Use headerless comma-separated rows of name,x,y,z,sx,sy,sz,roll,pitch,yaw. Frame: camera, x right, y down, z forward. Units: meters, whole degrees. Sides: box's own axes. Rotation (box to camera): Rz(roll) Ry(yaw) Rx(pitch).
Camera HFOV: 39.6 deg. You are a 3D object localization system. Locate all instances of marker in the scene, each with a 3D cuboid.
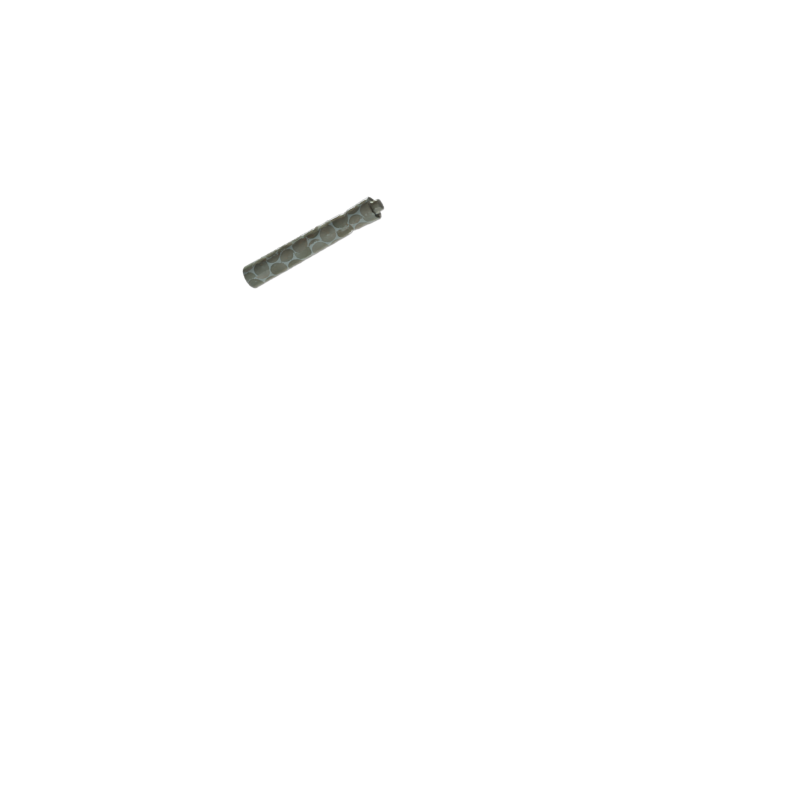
marker,-0.064,-0.117,0.823,0.121,0.020,0.019,-26,-7,23
